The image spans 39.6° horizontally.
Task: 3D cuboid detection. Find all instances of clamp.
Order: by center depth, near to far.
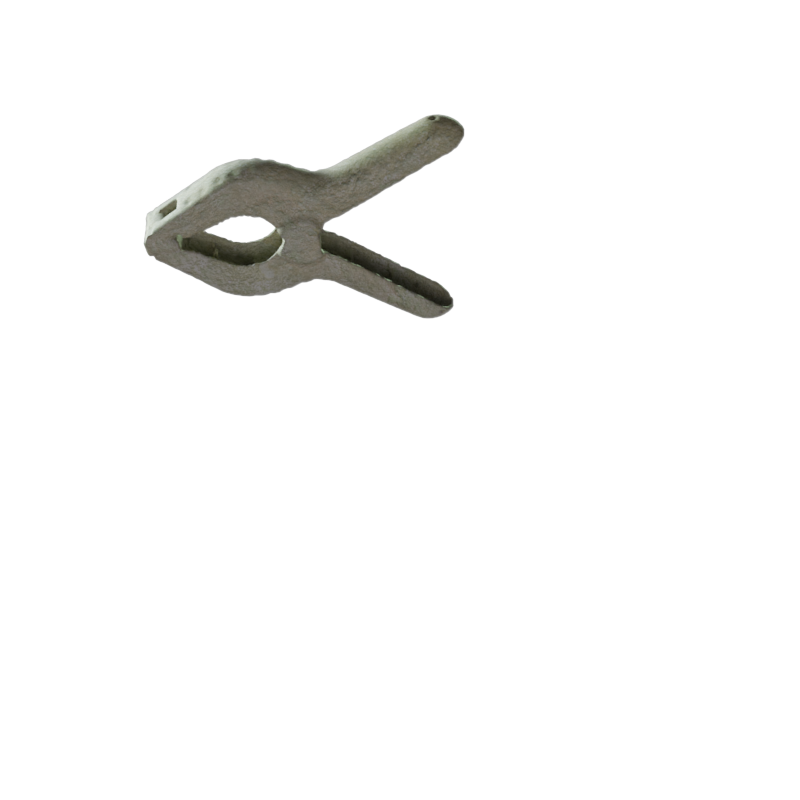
[{"bbox_3d":[-0.046,-0.084,0.589,0.172,0.113,0.042,-8,29,4],"label":"clamp"}]
